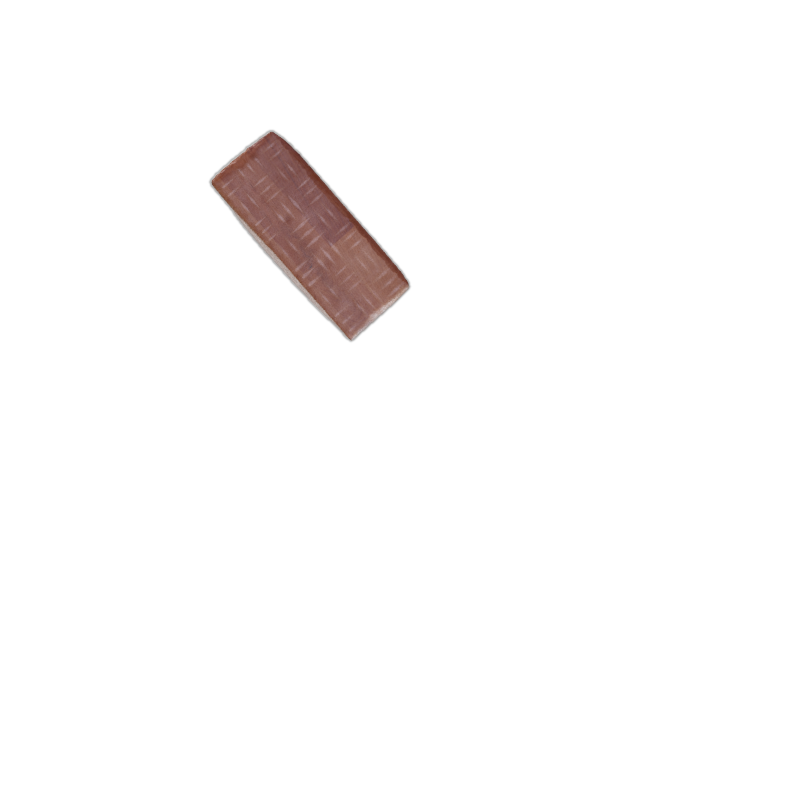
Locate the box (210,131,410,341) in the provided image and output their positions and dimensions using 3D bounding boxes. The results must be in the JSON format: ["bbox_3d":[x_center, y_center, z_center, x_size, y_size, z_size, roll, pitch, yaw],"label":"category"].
[{"bbox_3d":[-0.073,-0.134,0.939,0.072,0.164,0.214,-42,3,-1],"label":"box"}]
